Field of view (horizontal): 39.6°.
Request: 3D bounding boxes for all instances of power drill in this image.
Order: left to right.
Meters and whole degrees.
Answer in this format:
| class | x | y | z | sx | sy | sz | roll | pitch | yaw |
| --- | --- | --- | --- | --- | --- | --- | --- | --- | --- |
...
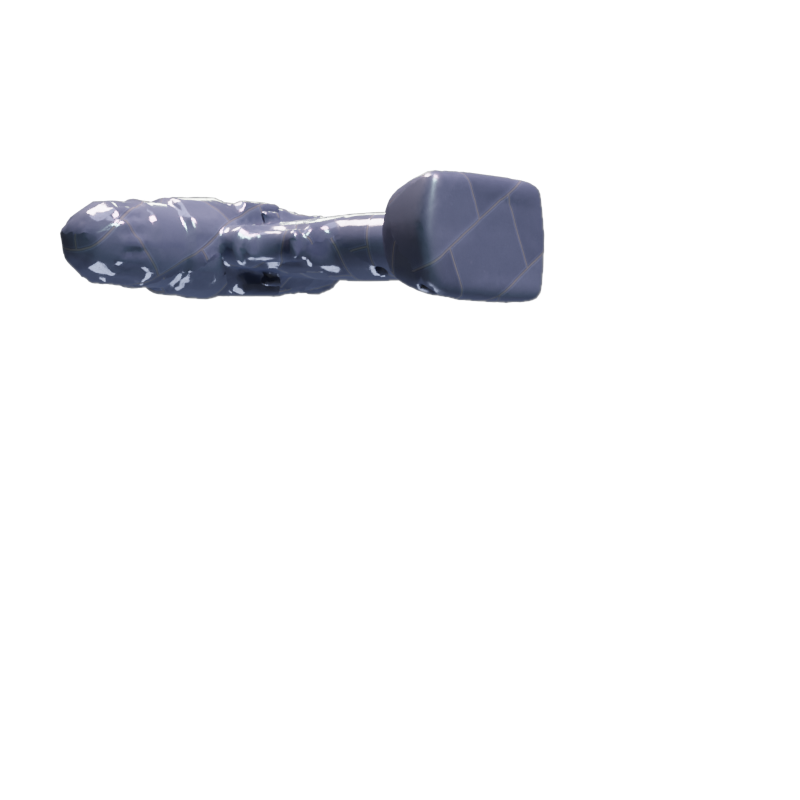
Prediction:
| class | x | y | z | sx | sy | sz | roll | pitch | yaw |
| --- | --- | --- | --- | --- | --- | --- | --- | --- | --- |
| power drill | -0.042 | -0.076 | 0.533 | 0.195 | 0.057 | 0.178 | 5 | 8 | 38 |
